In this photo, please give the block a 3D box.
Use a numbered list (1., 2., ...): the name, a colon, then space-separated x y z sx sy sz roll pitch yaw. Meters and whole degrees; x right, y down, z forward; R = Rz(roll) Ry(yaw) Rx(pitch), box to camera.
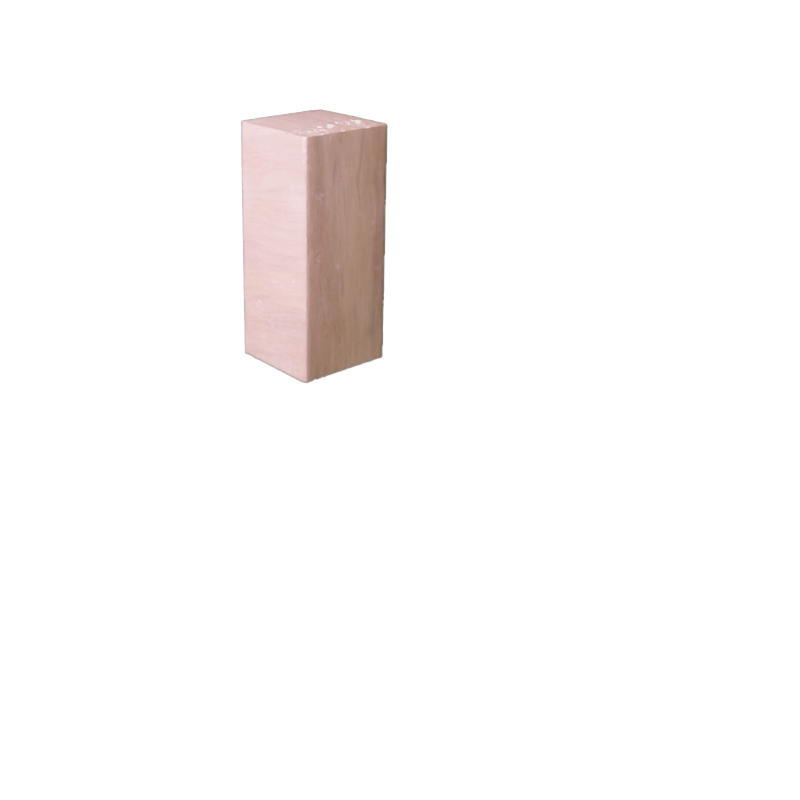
1. block: -0.074 -0.134 0.939 0.089 0.198 0.096 -16 25 -40
